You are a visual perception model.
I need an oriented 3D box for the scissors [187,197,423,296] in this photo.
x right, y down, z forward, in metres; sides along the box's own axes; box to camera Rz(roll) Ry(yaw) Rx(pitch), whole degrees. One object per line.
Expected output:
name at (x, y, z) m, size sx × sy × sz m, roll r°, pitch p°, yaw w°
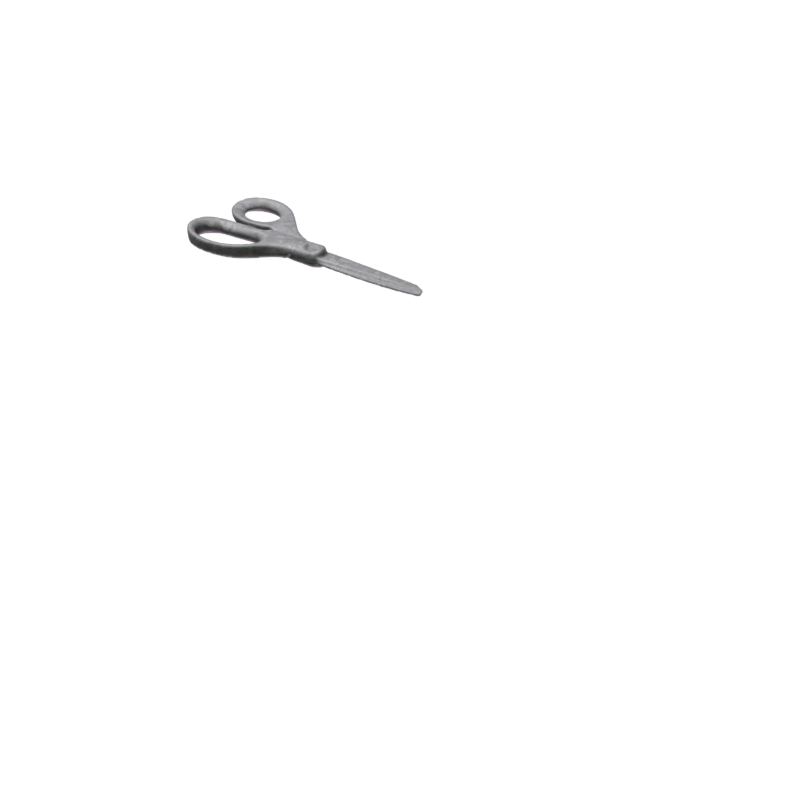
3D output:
scissors at (-0.068, -0.124, 0.871) m, size 0.208 × 0.015 × 0.100 m, roll 12°, pitch 37°, yaw 16°
